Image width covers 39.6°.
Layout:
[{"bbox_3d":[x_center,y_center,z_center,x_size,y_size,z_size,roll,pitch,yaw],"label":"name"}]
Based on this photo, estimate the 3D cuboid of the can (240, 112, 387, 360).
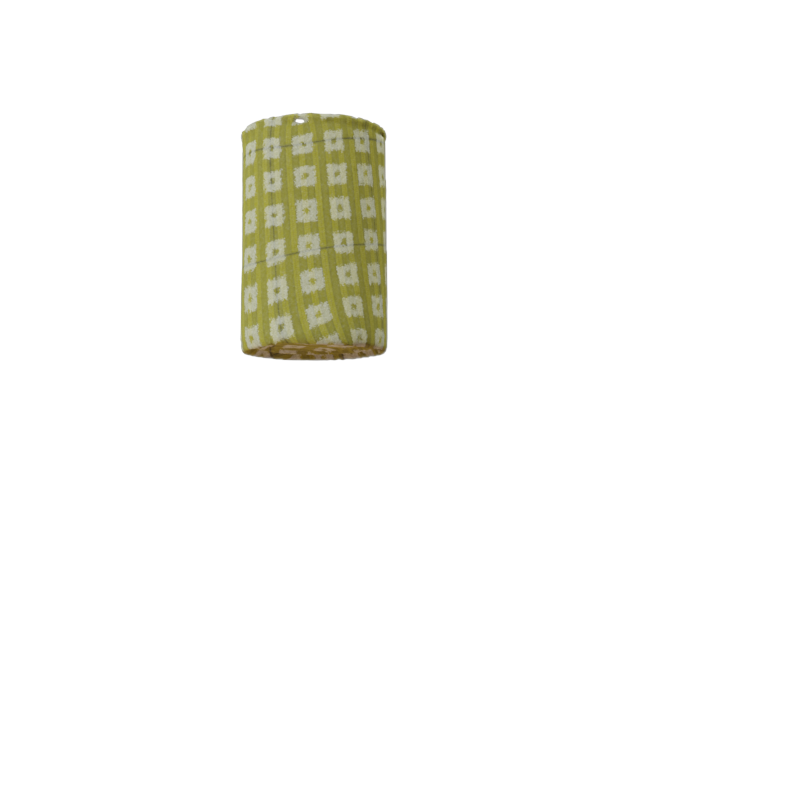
[{"bbox_3d":[-0.040,-0.072,0.507,0.068,0.105,0.067,0,-10,-2],"label":"can"}]
